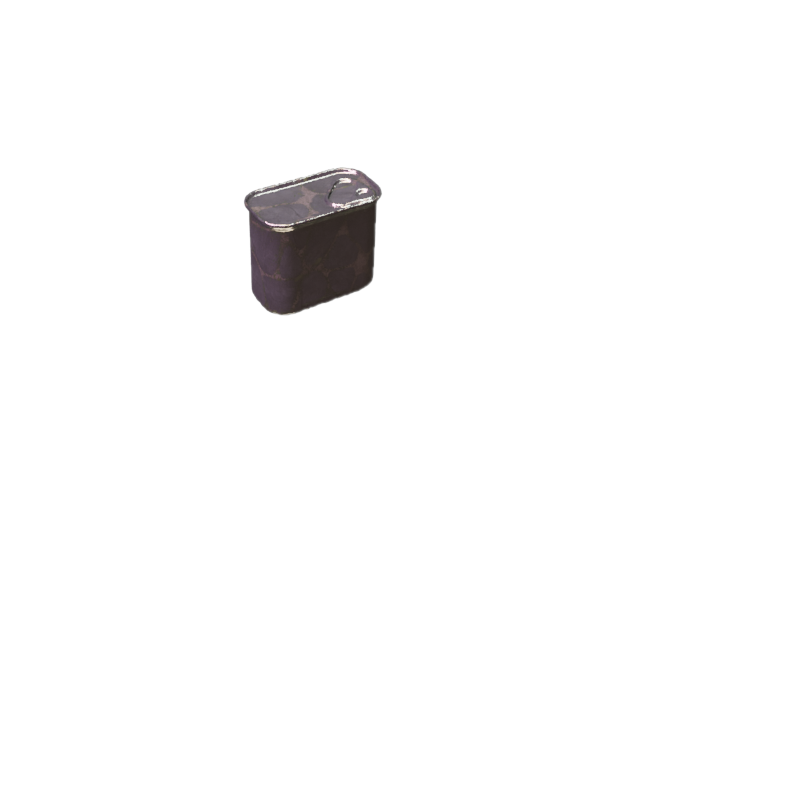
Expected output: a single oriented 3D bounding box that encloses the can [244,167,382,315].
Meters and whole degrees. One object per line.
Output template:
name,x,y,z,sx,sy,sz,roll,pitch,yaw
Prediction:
can,-0.066,-0.121,0.850,0.101,0.078,0.062,-20,42,-26
